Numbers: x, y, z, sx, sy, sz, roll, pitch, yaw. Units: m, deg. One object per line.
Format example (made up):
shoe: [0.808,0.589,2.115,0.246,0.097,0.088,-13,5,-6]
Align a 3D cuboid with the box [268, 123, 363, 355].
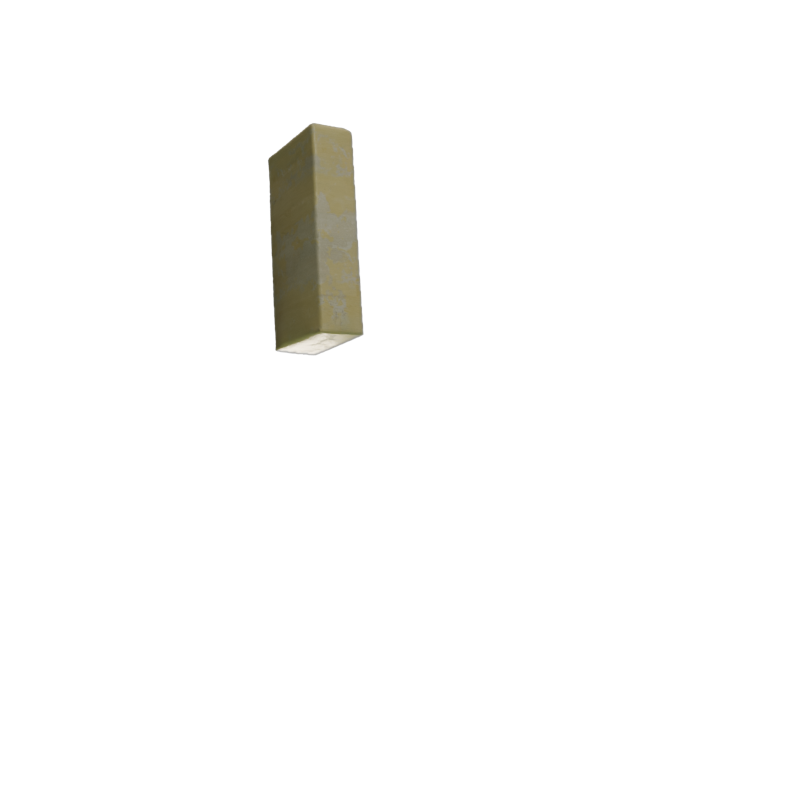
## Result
box: [-0.072,-0.132,0.927,0.046,0.183,0.093,8,-17,-28]
